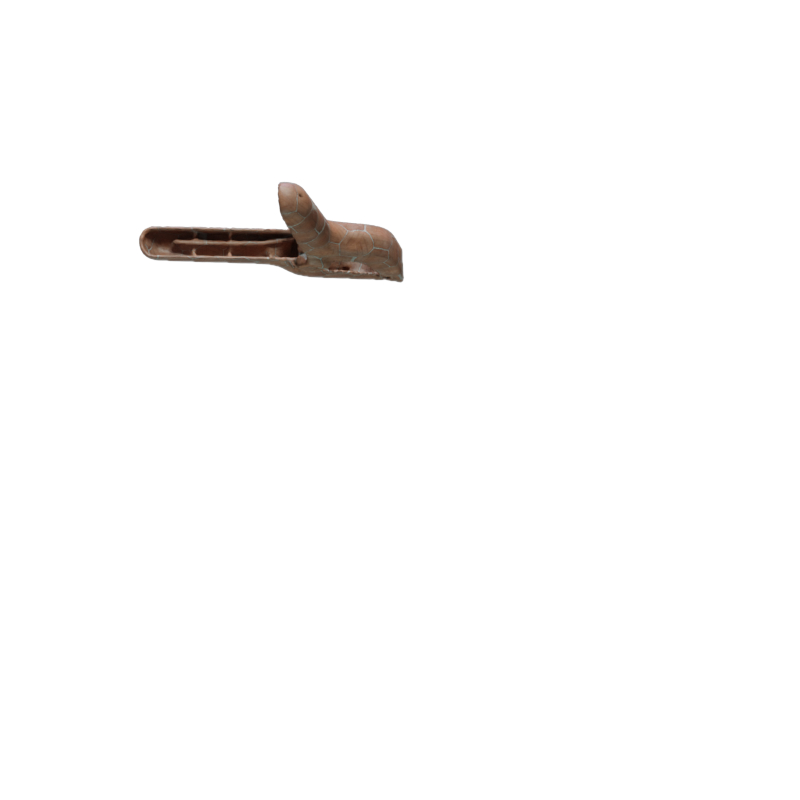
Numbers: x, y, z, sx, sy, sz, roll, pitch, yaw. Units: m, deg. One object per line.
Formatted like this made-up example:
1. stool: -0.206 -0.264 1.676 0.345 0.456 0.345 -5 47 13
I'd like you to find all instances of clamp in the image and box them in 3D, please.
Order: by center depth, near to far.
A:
1. clamp: -0.064 -0.117 0.823 0.200 0.037 0.168 5 -9 -39
